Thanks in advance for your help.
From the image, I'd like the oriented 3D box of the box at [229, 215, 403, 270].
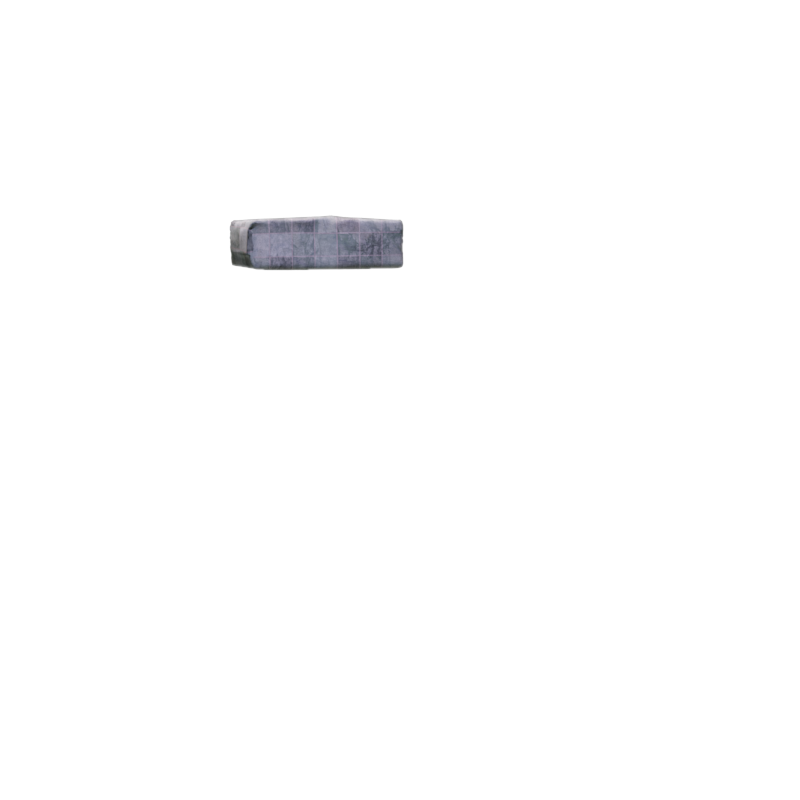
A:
[{"bbox_3d":[-0.051,-0.092,0.645,0.088,0.030,0.075,-2,8,-14],"label":"box"}]
